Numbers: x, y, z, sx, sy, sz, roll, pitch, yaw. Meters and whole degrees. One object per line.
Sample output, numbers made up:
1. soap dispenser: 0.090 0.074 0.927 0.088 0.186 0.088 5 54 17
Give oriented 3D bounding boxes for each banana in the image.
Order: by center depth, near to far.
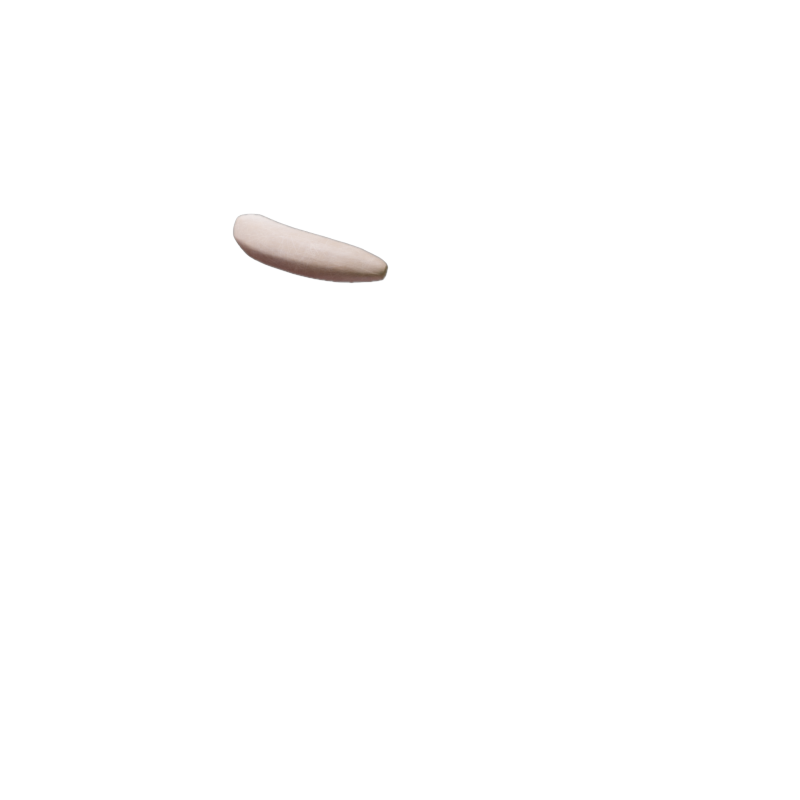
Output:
1. banana: -0.092 -0.134 0.952 0.068 0.035 0.211 -13 26 -31
